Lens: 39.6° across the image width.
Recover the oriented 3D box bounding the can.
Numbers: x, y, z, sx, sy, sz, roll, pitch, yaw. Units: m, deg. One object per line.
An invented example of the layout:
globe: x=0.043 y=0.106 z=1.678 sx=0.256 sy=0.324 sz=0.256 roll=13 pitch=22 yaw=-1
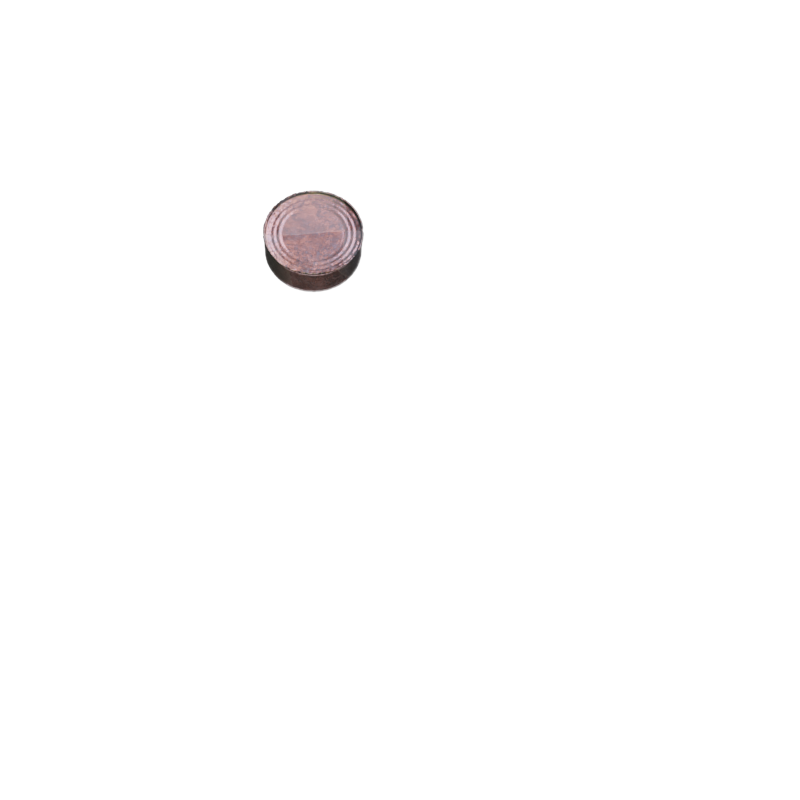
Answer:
can: x=-0.075 y=-0.137 z=0.958 sx=0.086 sy=0.092 sz=0.031 roll=-1 pitch=-31 yaw=-1
